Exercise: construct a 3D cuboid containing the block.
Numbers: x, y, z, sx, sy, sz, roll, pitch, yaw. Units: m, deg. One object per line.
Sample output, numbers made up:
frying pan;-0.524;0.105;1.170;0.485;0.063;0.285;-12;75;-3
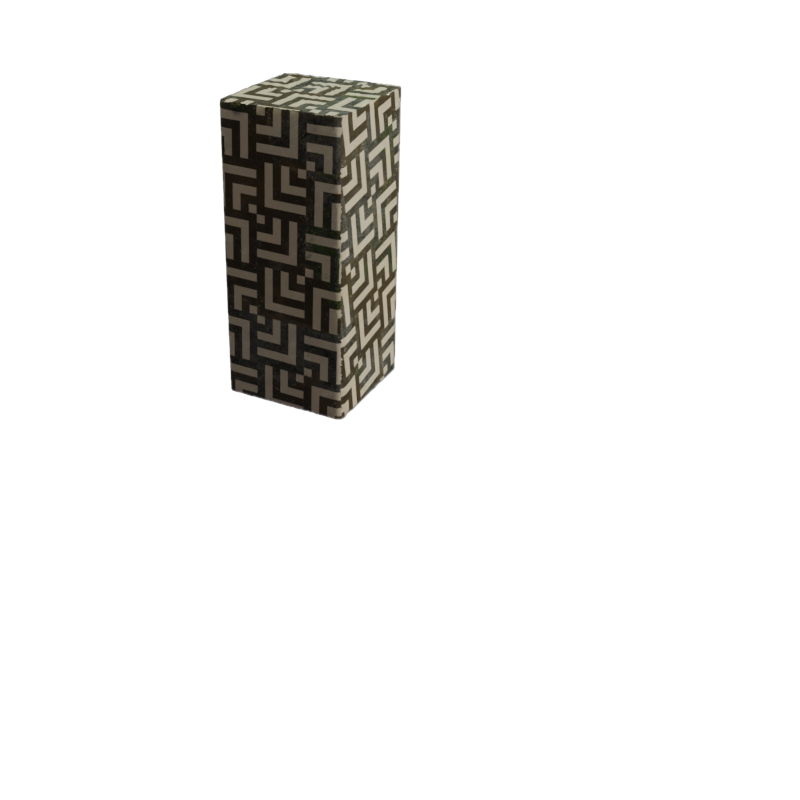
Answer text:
block;-0.059;-0.106;0.744;0.094;0.196;0.091;13;26;24
